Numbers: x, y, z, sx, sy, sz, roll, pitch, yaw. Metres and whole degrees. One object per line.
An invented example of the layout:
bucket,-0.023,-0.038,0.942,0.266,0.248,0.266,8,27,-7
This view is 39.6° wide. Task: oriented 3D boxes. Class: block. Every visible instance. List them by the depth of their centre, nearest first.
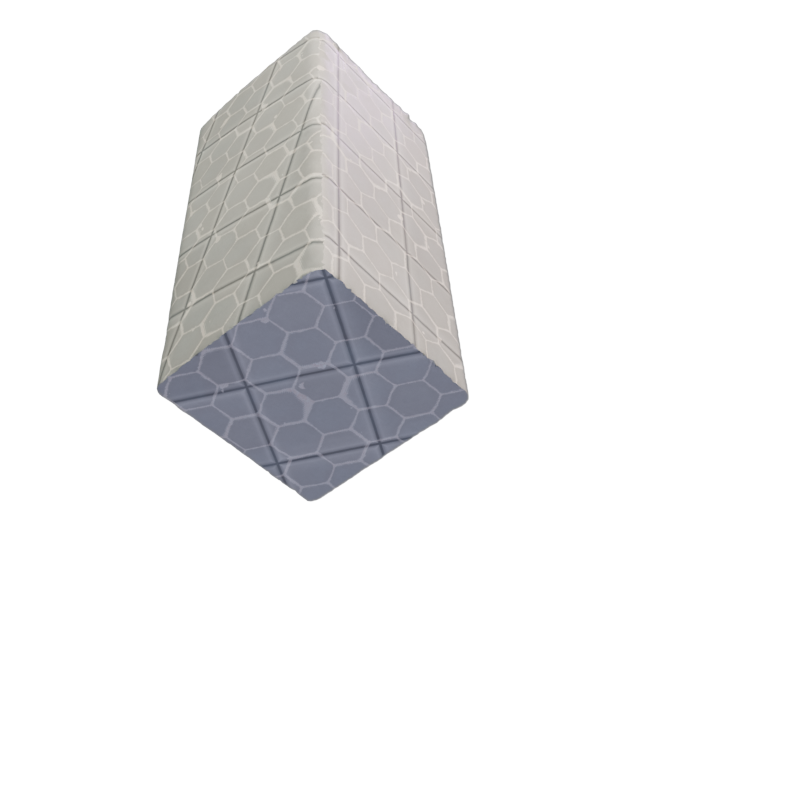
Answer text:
block,-0.040,-0.074,0.512,0.089,0.221,0.085,-36,-57,23
